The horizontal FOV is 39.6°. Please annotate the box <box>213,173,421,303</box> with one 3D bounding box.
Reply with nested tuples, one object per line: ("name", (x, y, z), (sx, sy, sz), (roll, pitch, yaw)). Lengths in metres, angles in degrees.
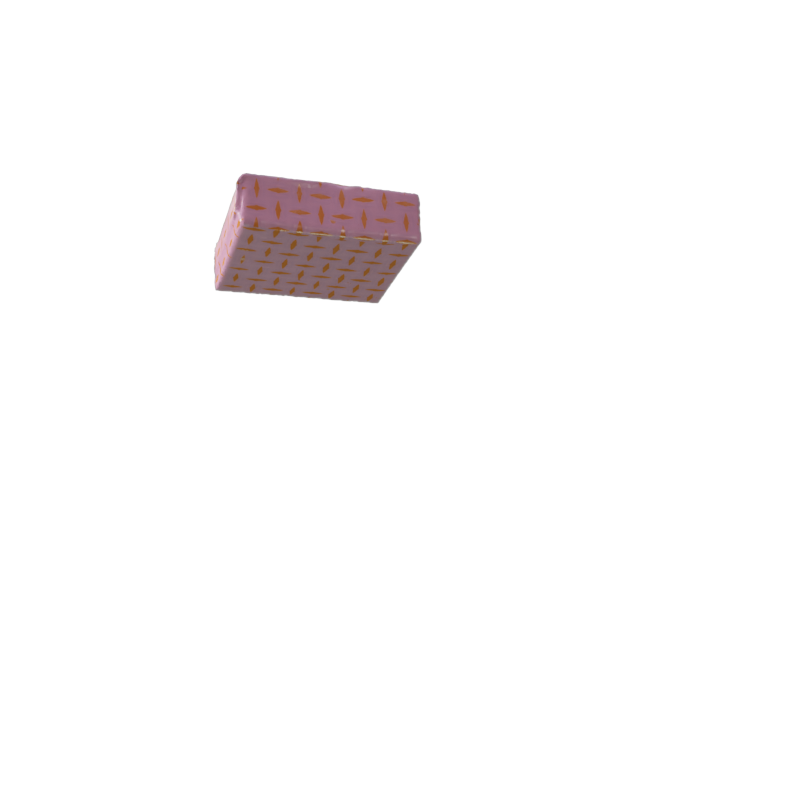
("box", (-0.043, -0.078, 0.543), (0.087, 0.032, 0.071), (5, -22, -13))
